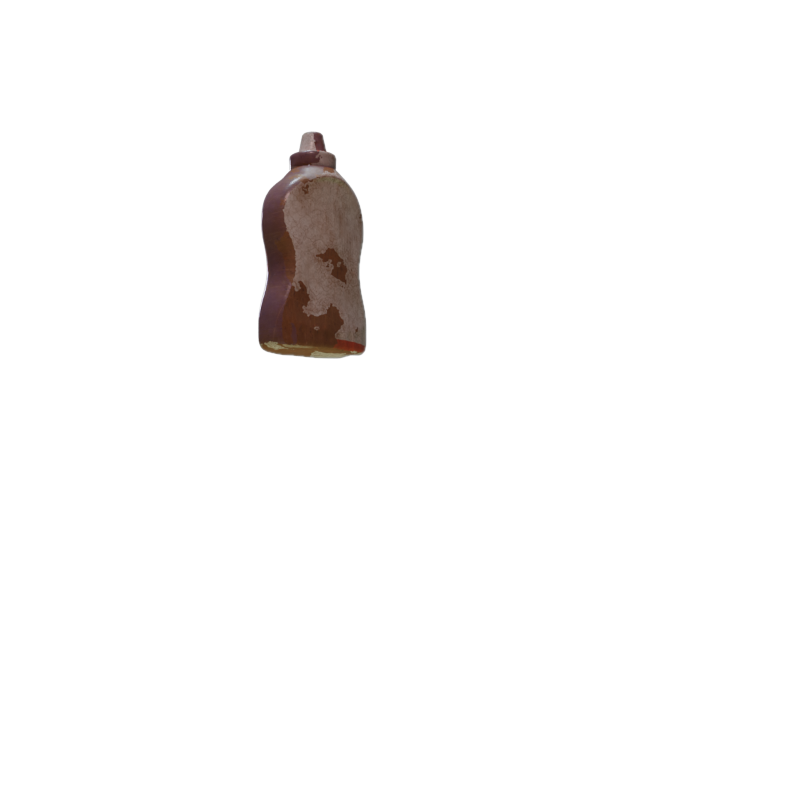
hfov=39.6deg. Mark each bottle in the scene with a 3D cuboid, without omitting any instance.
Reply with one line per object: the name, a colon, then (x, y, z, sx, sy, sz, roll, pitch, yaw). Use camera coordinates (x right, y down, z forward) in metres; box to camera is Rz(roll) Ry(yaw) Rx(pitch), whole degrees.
bottle: (-0.074, -0.134, 0.941, 0.092, 0.197, 0.059, 8, -14, -38)
